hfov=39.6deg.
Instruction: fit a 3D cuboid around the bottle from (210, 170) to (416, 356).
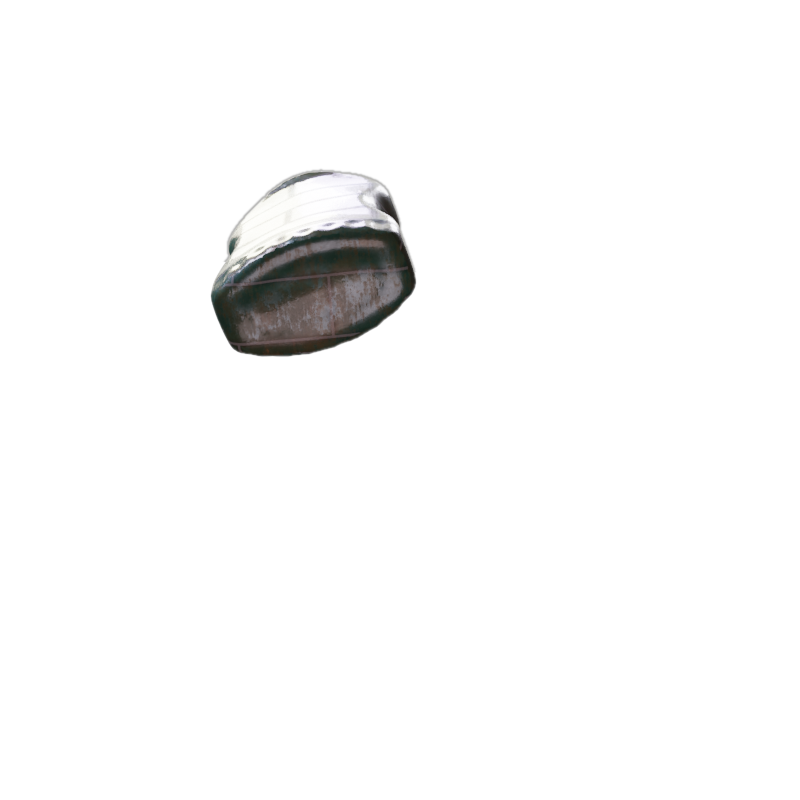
[{"bbox_3d":[-0.047,-0.086,0.606,0.096,0.056,0.201,-21,22,5],"label":"bottle"}]
